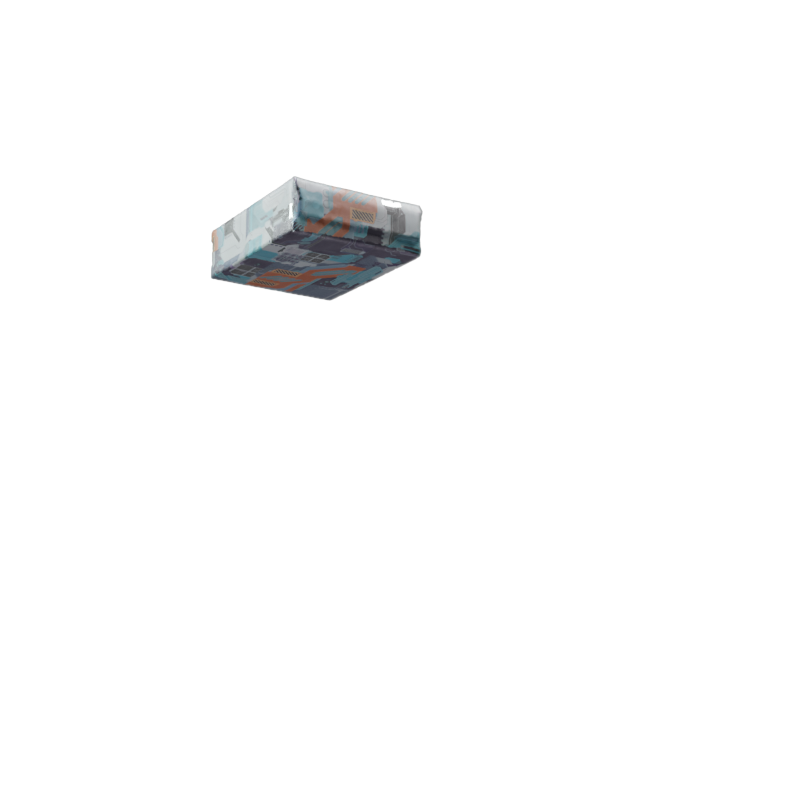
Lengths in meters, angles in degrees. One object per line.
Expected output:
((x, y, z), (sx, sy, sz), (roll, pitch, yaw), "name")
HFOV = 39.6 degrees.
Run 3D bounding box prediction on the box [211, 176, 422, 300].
((-0.043, -0.079, 0.553), (0.070, 0.031, 0.090), (8, -16, -32), "box")
